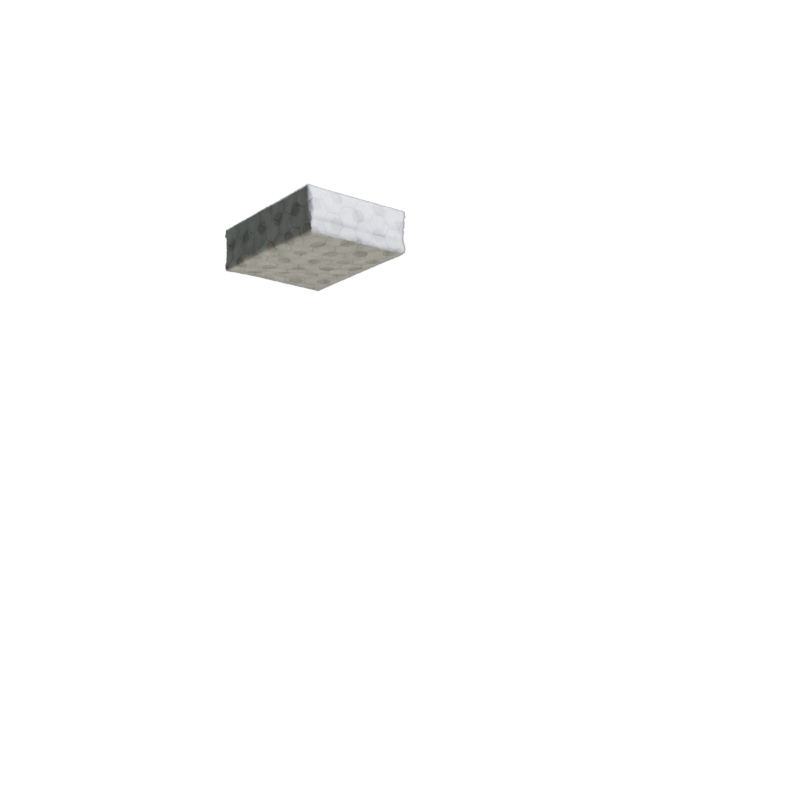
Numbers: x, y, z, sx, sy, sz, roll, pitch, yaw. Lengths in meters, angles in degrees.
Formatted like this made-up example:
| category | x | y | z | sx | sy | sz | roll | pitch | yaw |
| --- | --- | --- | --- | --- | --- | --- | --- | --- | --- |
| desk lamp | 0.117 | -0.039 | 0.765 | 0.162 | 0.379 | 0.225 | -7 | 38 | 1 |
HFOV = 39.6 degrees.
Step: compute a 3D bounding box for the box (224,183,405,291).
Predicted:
| category | x | y | z | sx | sy | sz | roll | pitch | yaw |
| --- | --- | --- | --- | --- | --- | --- | --- | --- | --- |
| box | -0.065 | -0.118 | 0.828 | 0.085 | 0.040 | 0.115 | 9 | -15 | -38 |
